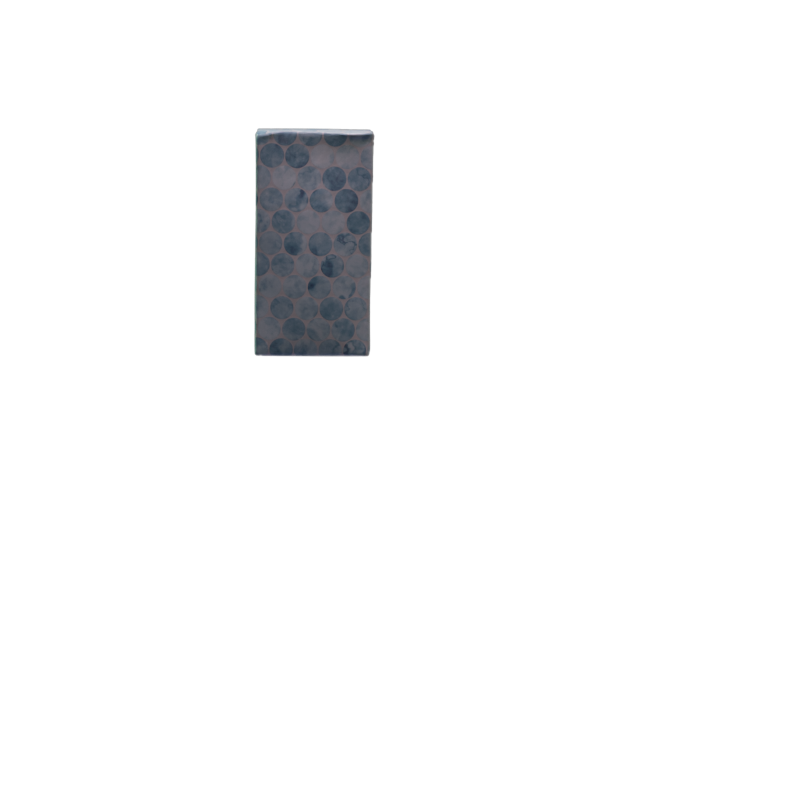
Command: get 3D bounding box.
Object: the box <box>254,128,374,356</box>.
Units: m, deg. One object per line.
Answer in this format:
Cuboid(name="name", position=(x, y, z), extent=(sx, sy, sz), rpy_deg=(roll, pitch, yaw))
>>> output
Cuboid(name="box", position=(-0.068, -0.124, 0.870), extent=(0.093, 0.172, 0.049), rpy_deg=(0, 12, -3))
